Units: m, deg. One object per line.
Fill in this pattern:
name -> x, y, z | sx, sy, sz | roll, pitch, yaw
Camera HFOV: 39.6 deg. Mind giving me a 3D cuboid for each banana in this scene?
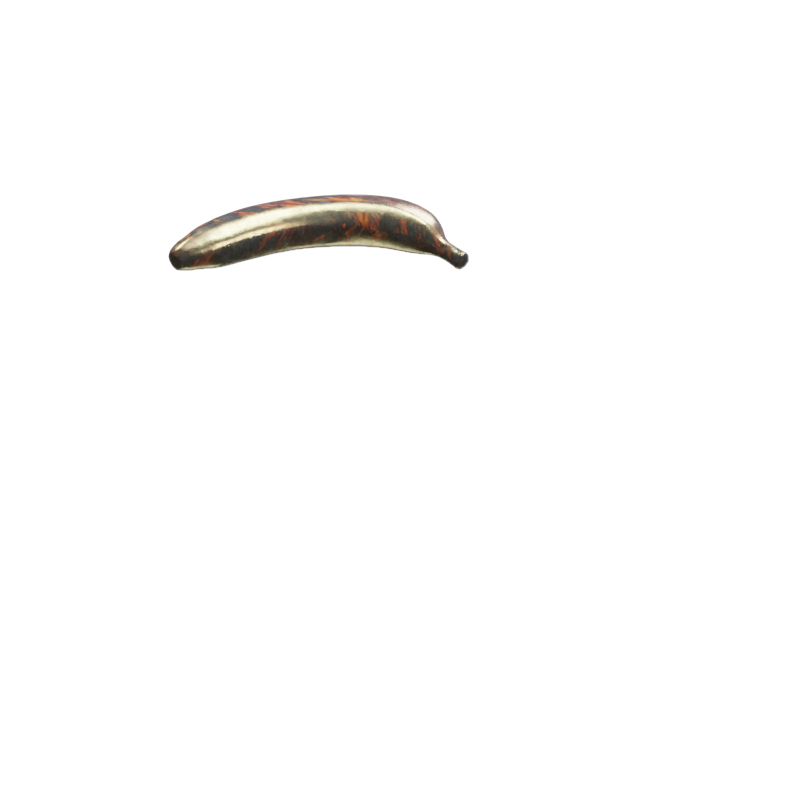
banana -> -0.057, -0.114, 0.751 | 0.196, 0.035, 0.074 | -3, 28, -5
